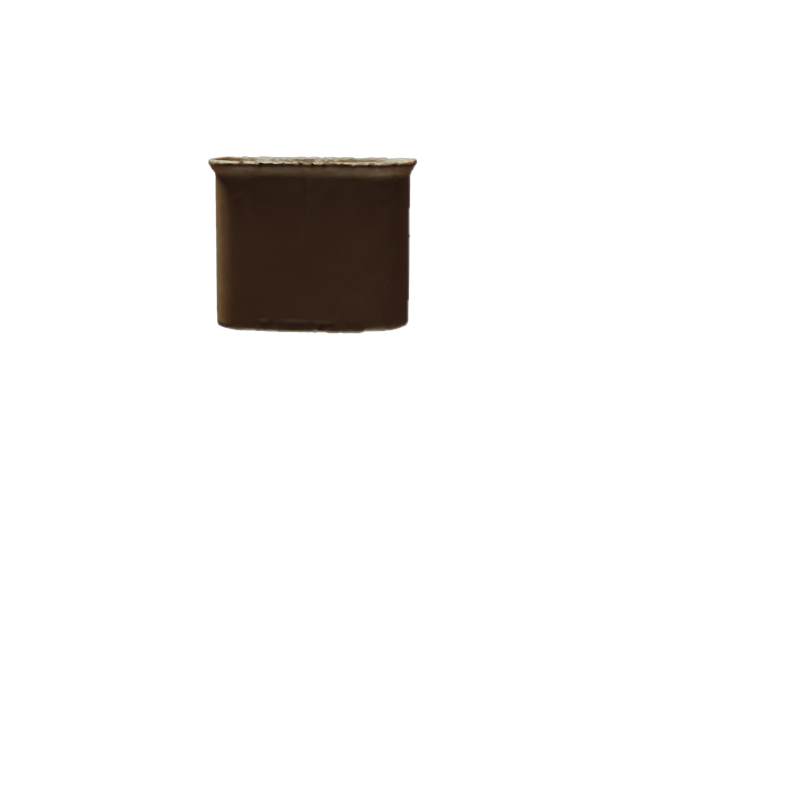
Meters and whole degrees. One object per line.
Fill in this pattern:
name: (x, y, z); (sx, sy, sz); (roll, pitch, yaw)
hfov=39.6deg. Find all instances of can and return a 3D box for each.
can: (-0.044, -0.080, 0.558); (0.103, 0.082, 0.058); (2, 9, 8)
